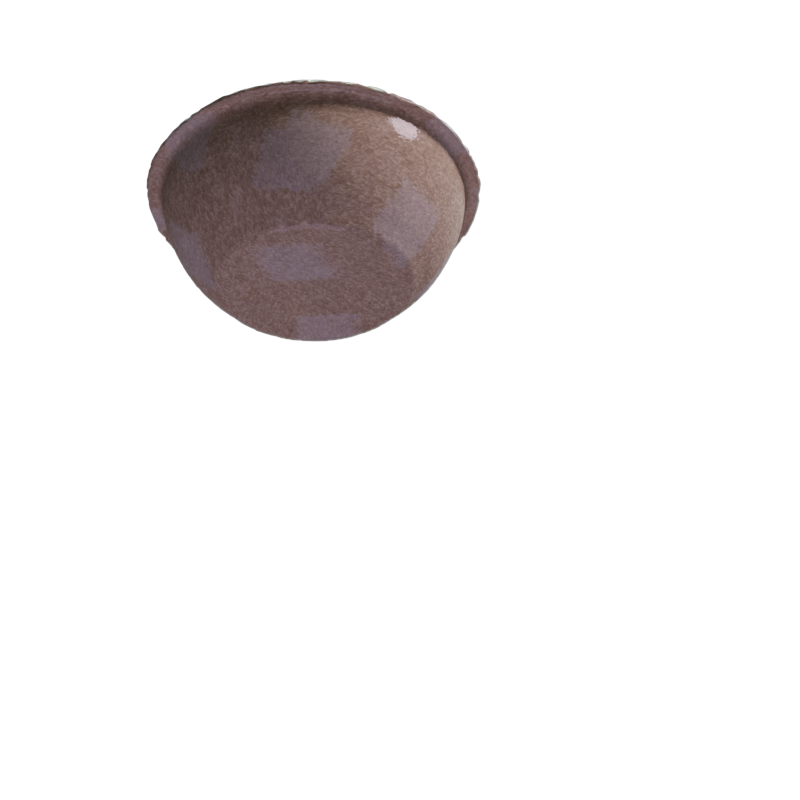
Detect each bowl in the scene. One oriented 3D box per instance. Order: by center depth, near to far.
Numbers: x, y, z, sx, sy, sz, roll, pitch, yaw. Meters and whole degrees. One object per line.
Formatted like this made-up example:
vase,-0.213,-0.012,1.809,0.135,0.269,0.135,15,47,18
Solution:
bowl,-0.041,-0.075,0.526,0.162,0.059,0.152,1,-33,-2
